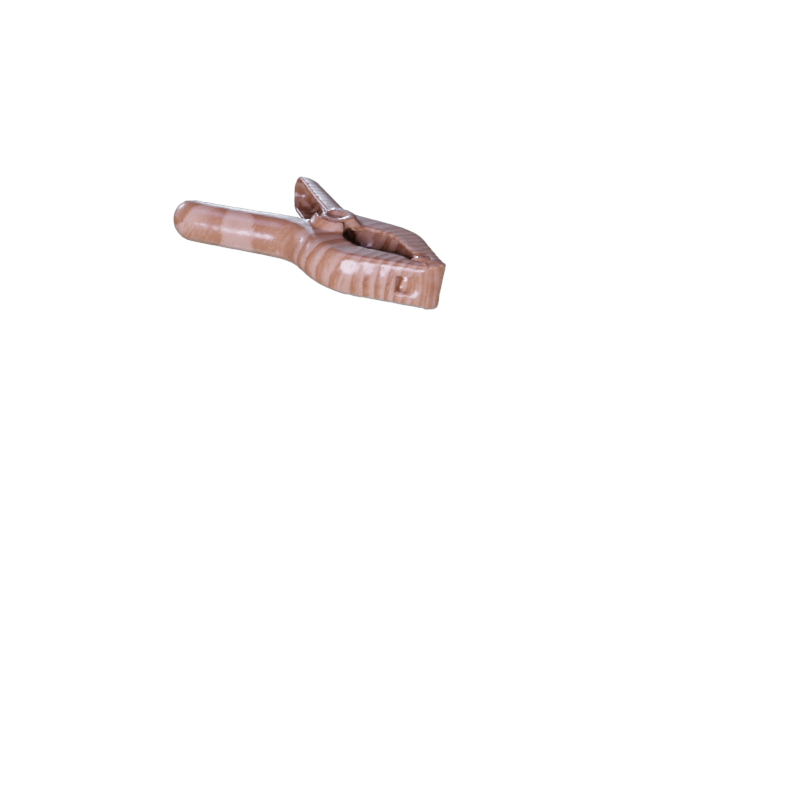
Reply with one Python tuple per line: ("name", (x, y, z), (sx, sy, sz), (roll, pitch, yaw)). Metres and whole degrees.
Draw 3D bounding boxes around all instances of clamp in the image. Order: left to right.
("clamp", (-0.052, -0.095, 0.668), (0.118, 0.037, 0.183), (-21, 35, -34))
